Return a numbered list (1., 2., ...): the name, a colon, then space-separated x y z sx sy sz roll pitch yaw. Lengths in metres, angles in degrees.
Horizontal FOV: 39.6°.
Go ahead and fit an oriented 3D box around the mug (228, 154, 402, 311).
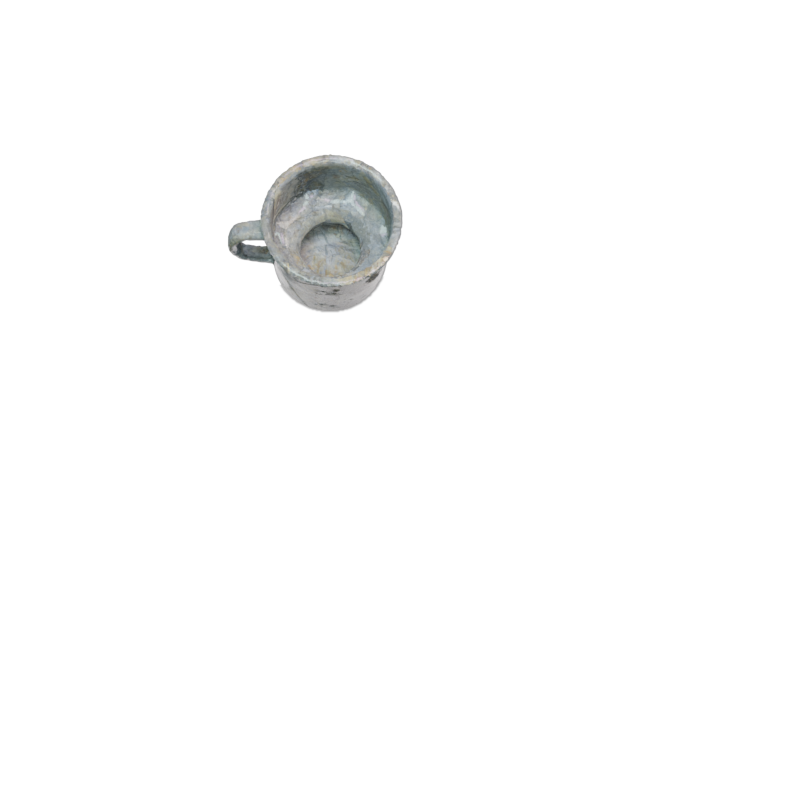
1. mug: -0.060 -0.109 0.763 0.117 0.098 0.078 -5 -17 -3
